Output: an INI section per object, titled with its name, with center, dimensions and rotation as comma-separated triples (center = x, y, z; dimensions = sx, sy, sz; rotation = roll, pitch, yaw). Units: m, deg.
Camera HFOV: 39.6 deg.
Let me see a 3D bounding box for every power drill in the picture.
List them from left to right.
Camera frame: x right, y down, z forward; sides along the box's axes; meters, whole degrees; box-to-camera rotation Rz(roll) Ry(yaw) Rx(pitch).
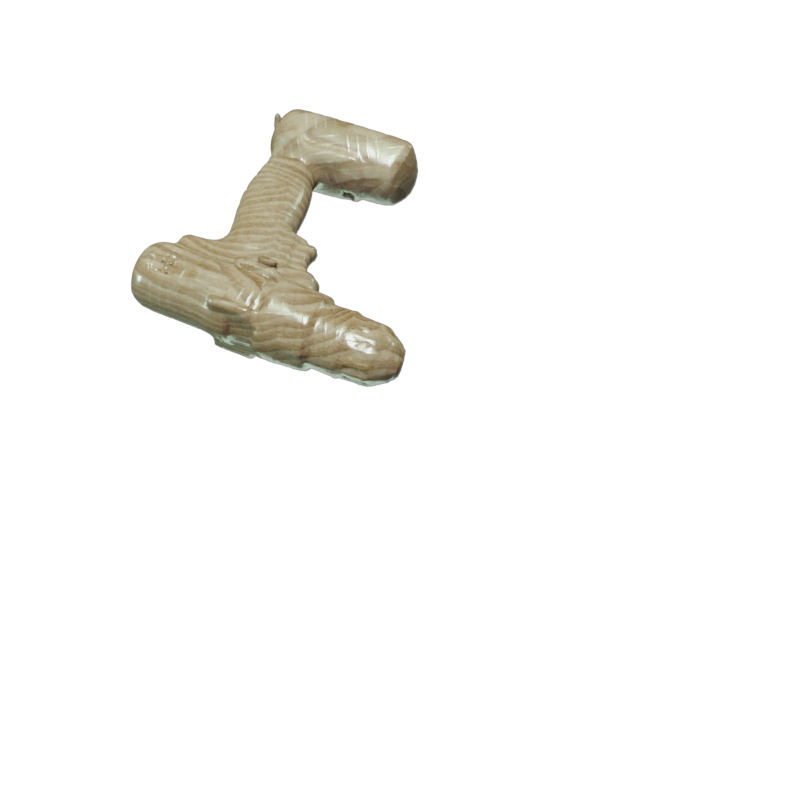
[power drill]
center = -0.057, -0.104, 0.730
dimensions = 0.191, 0.195, 0.053
rotation = 20, -37, 15
